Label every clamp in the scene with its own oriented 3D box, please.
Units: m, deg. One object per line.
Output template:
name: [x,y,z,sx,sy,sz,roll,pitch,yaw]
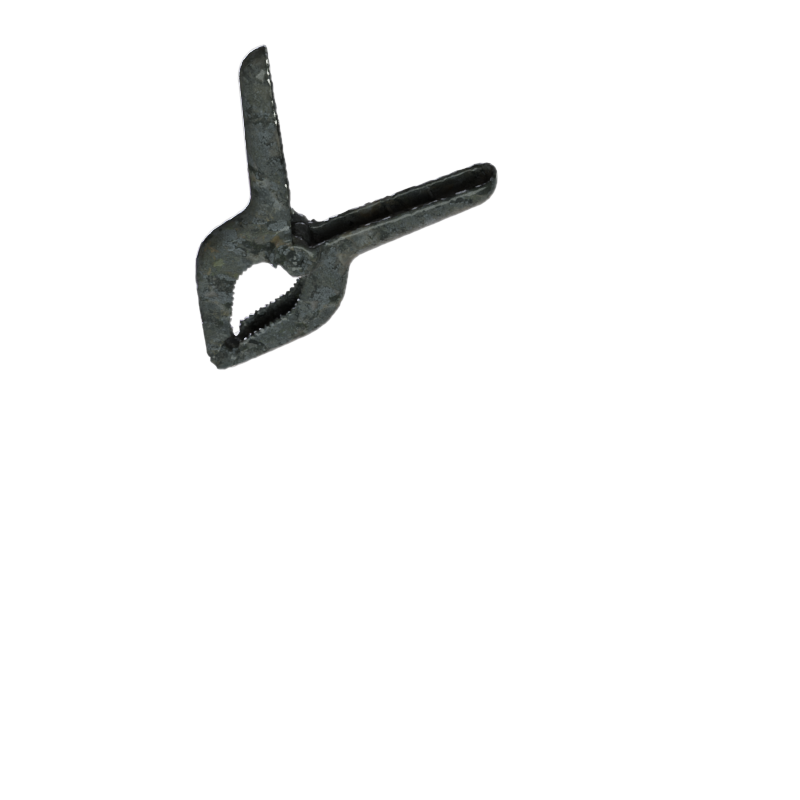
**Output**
clamp: [-0.052,-0.095,0.666,0.160,0.202,0.039,21,34,-15]
